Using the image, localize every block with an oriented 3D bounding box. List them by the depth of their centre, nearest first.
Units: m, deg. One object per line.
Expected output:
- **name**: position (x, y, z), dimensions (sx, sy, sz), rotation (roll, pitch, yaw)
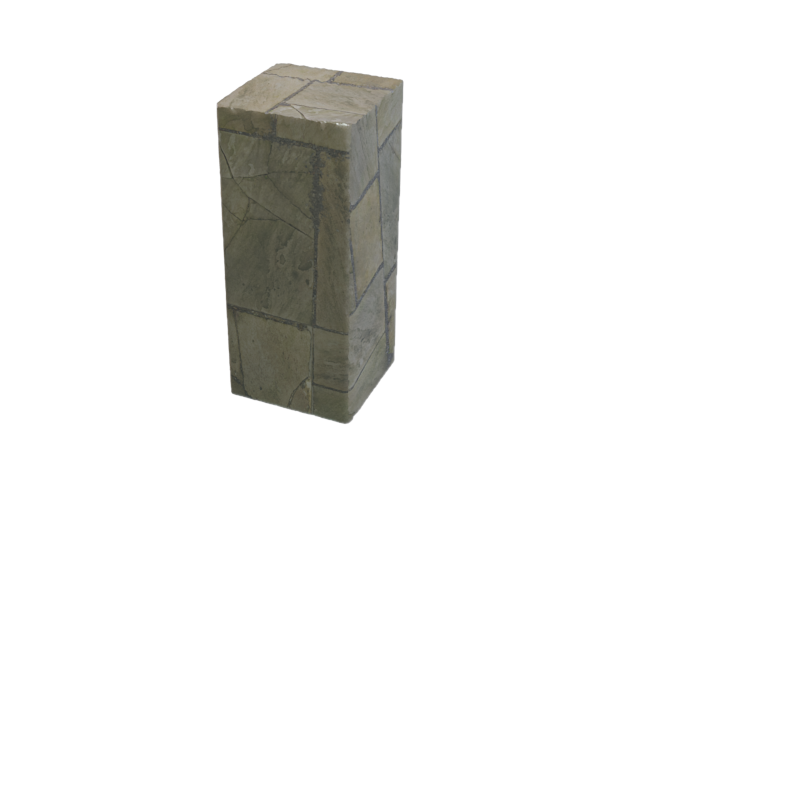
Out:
- **block**: position (-0.057, -0.102, 0.717), dimensions (0.094, 0.194, 0.092), rotation (13, 32, 18)
